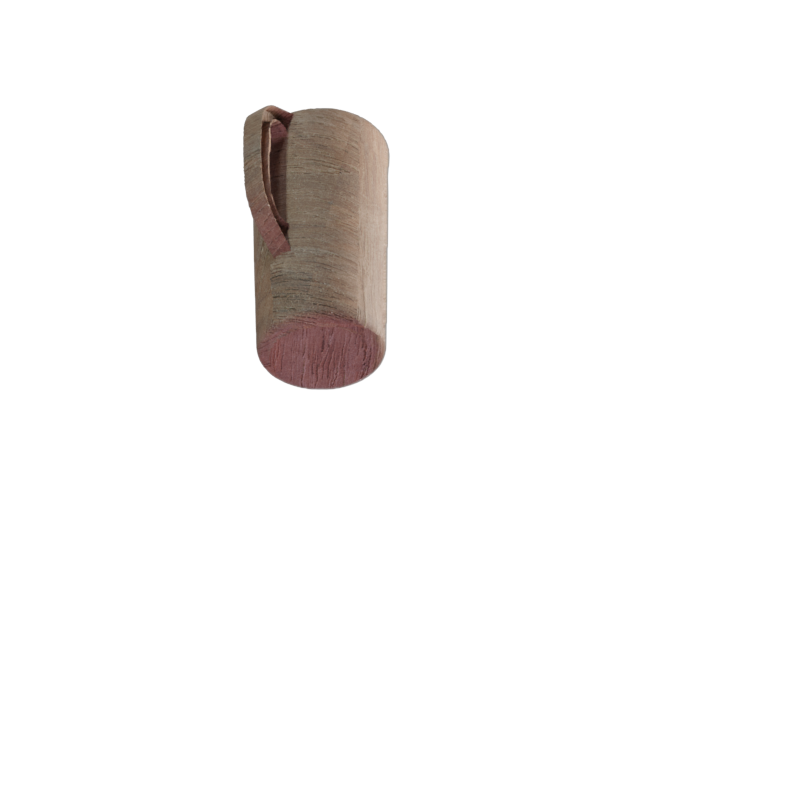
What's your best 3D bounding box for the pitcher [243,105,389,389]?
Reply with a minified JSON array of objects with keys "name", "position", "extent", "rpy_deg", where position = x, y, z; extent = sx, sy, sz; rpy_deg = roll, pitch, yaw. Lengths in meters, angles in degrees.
[{"name":"pitcher","position":[-0.077,-0.140,0.984],"extent":[0.147,0.261,0.137],"rpy_deg":[7,-39,-11]}]
